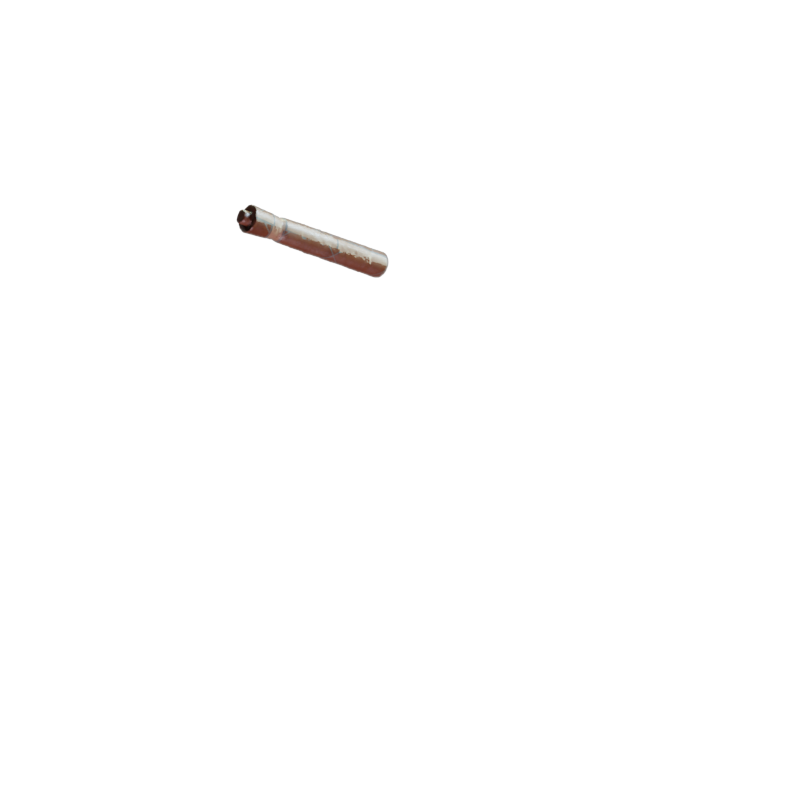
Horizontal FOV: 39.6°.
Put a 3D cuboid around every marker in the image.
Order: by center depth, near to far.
[{"bbox_3d":[-0.058,-0.105,0.737,0.114,0.020,0.021,15,-6,-38],"label":"marker"}]
